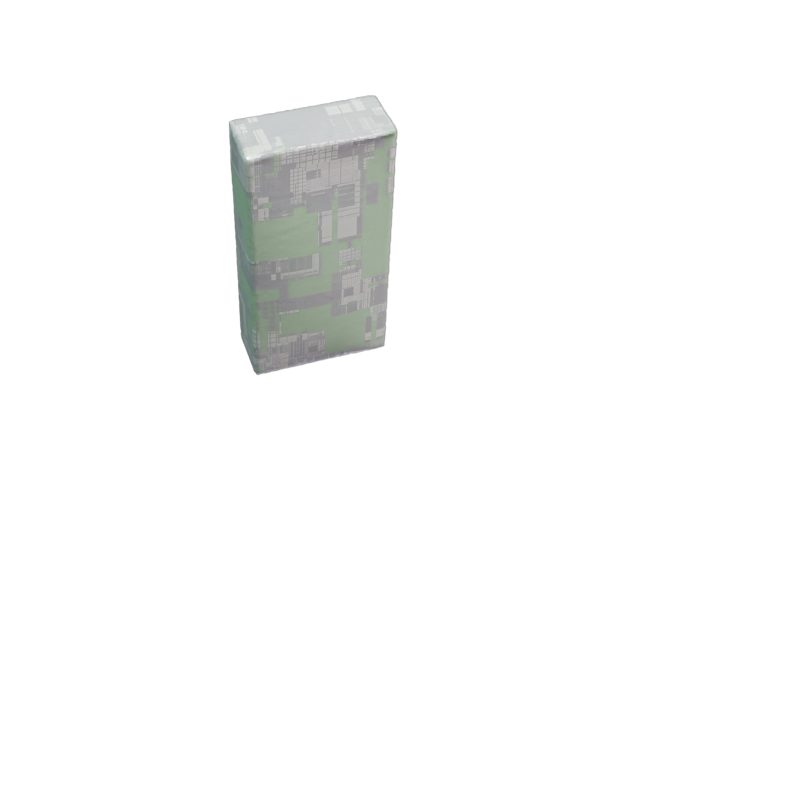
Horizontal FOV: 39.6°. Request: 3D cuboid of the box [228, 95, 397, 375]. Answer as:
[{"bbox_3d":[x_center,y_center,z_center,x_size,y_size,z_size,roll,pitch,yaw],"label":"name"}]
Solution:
[{"bbox_3d":[-0.054,-0.098,0.685,0.092,0.052,0.164,-13,-41,-15],"label":"box"}]
